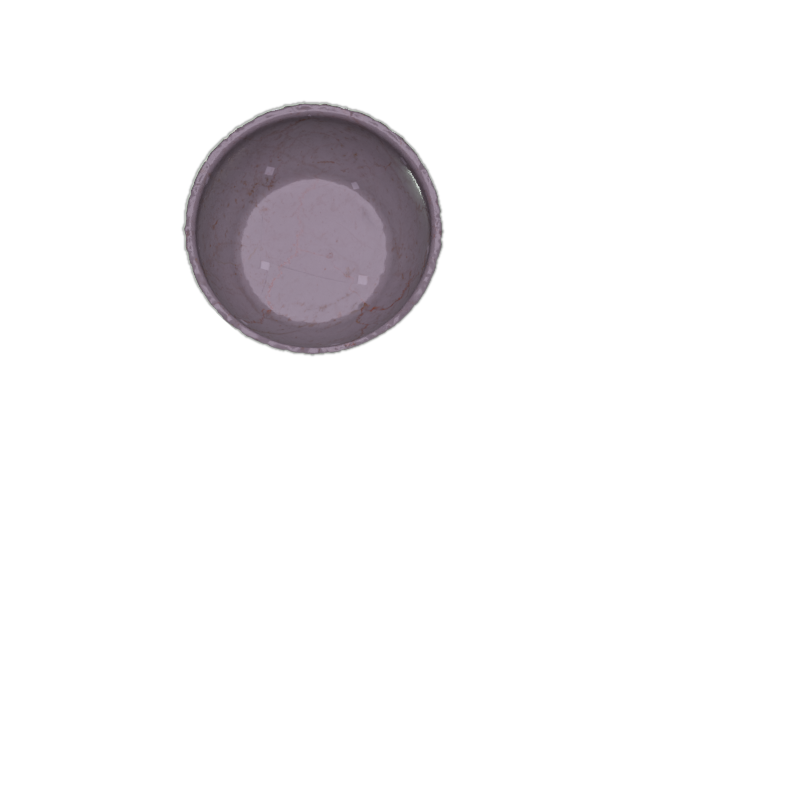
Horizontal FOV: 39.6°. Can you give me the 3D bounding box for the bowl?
[{"bbox_3d":[-0.052,-0.096,0.669,0.162,0.157,0.057,0,15,-1],"label":"bowl"}]
